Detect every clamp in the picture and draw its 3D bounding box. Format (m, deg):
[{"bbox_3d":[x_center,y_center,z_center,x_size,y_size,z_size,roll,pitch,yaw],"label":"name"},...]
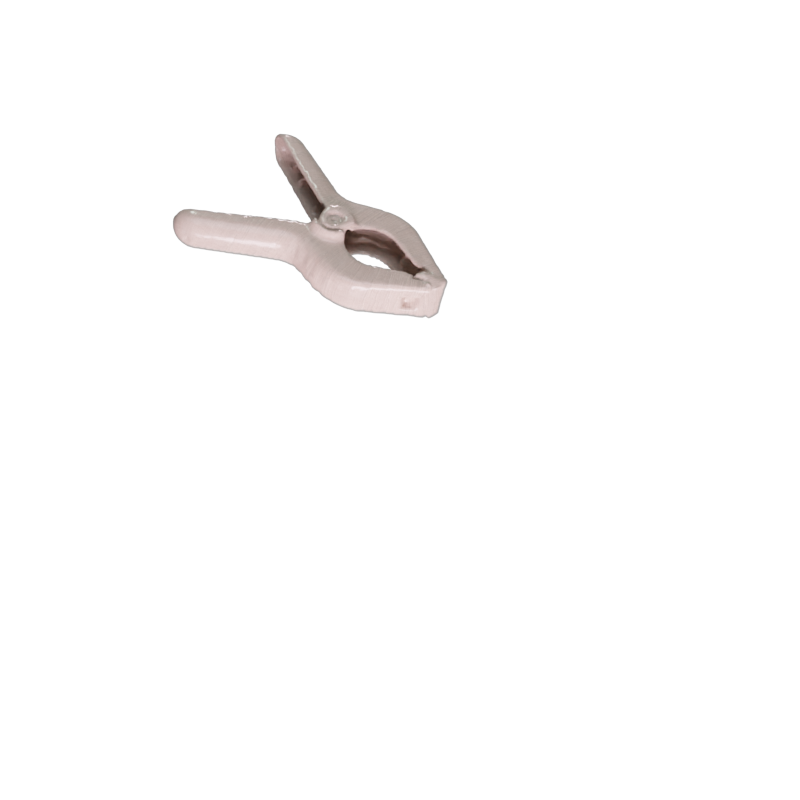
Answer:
[{"bbox_3d":[-0.054,-0.099,0.695,0.182,0.036,0.121,36,59,26],"label":"clamp"}]
